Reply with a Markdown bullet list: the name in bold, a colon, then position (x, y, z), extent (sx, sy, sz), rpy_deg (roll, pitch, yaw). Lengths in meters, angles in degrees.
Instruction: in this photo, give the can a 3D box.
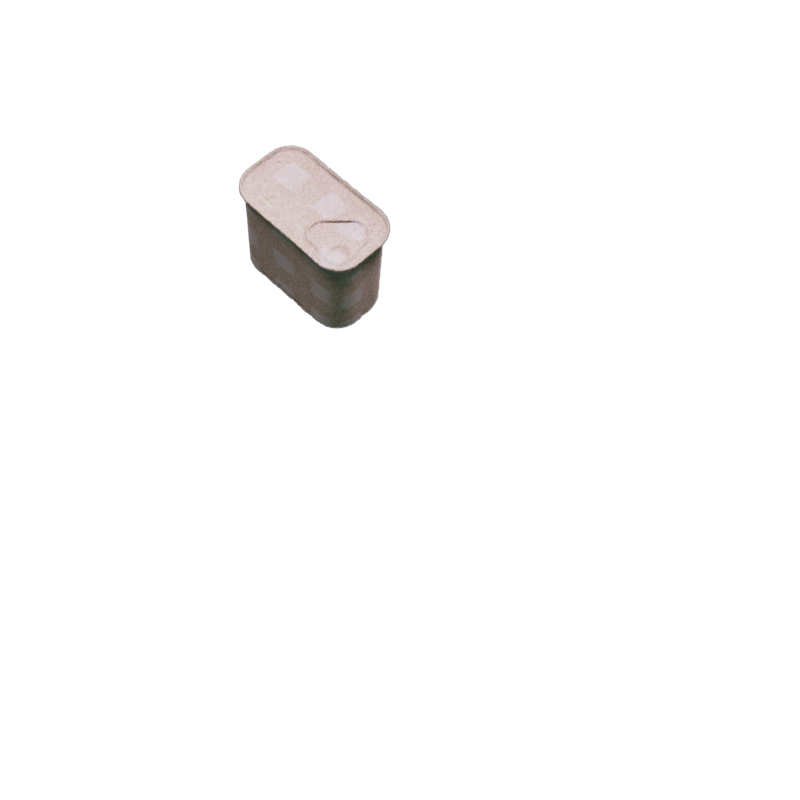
- **can**: position (-0.057, -0.105, 0.736), extent (0.058, 0.107, 0.079), rpy_deg (-40, -22, -22)
